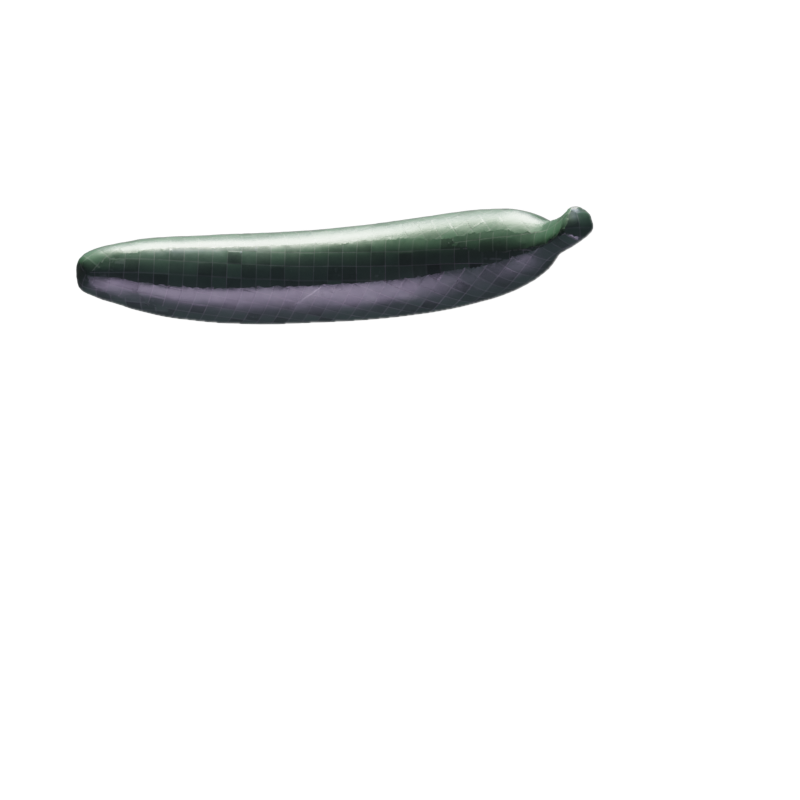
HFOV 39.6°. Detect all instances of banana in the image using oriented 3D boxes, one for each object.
[{"bbox_3d":[-0.025,-0.055,0.435,0.201,0.039,0.065,-5,-21,14],"label":"banana"}]
